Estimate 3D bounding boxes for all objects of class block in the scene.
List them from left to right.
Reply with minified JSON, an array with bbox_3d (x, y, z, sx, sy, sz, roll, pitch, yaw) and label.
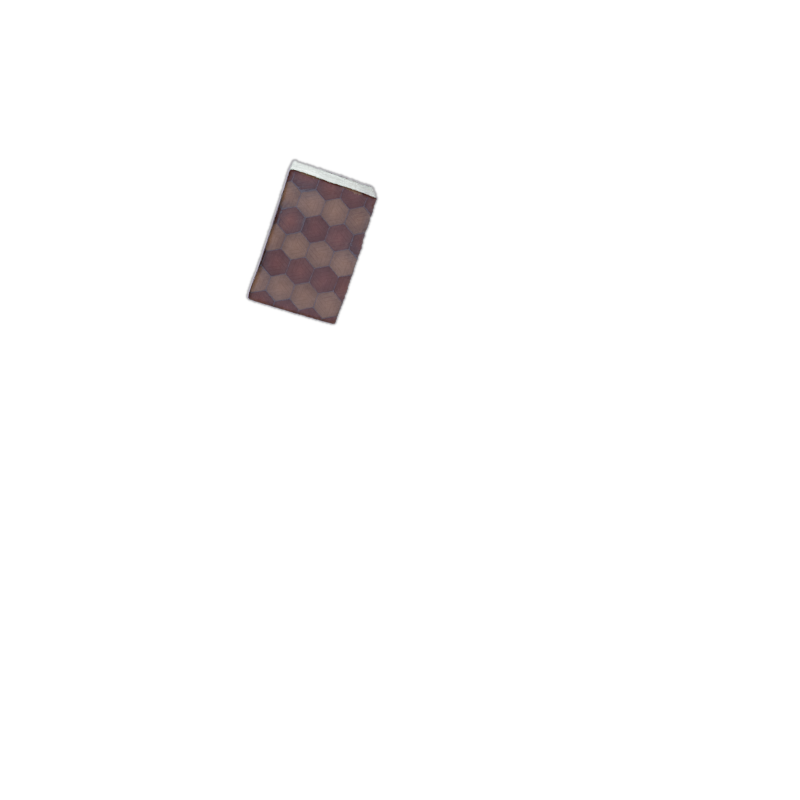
[{"bbox_3d":[-0.049,-0.090,0.631,0.052,0.077,0.053,19,10,-6],"label":"block"}]
